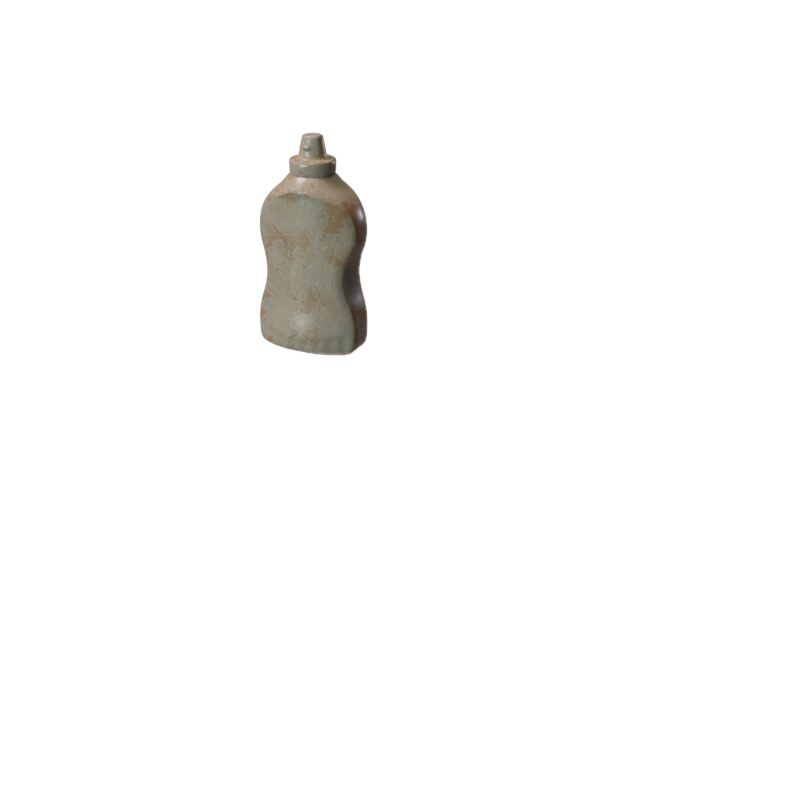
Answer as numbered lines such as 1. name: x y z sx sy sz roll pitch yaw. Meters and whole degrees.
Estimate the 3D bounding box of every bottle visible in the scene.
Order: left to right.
1. bottle: -0.076 -0.139 0.974 0.100 0.184 0.058 10 20 26
